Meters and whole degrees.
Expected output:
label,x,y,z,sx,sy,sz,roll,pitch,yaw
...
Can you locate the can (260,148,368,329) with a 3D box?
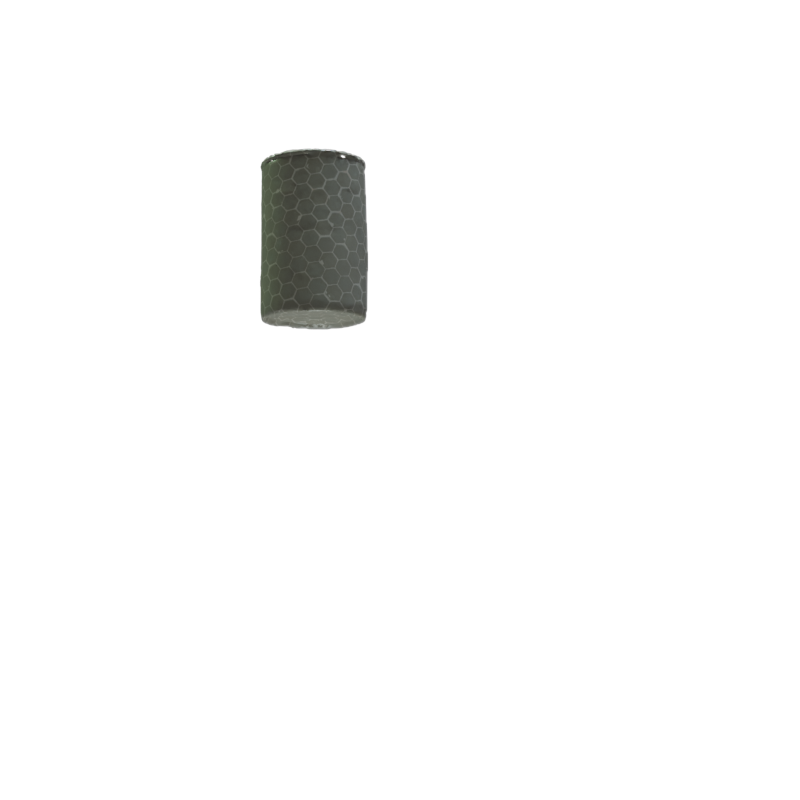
label,x,y,z,sx,sy,sz,roll,pitch,yaw
can,-0.055,-0.100,0.702,0.068,0.105,0.067,0,-12,-2
